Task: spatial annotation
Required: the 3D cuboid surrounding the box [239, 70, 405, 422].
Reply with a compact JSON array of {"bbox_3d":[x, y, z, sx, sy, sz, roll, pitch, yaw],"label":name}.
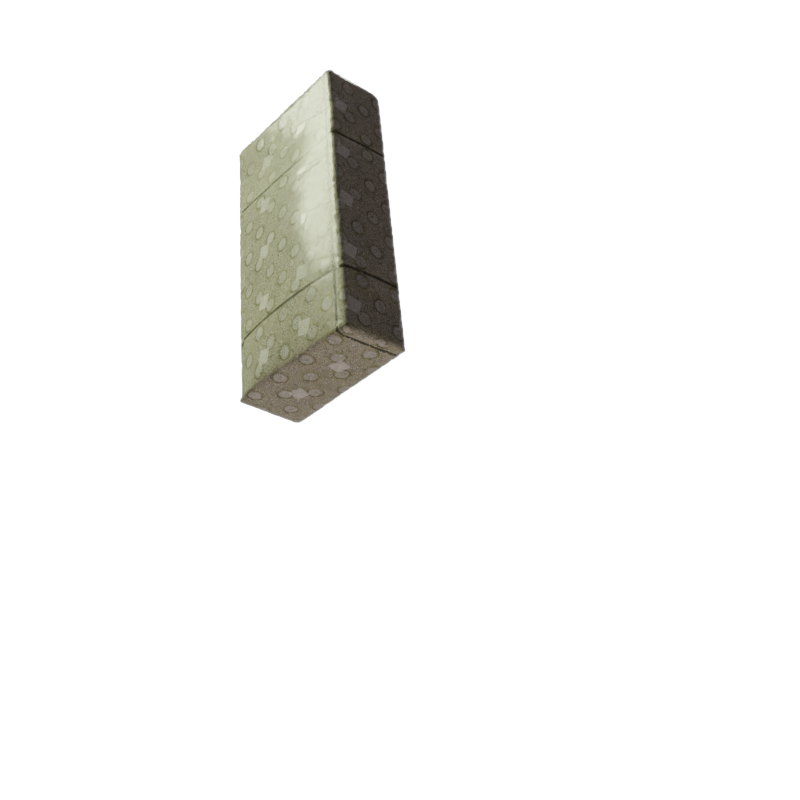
[{"bbox_3d":[-0.048,-0.087,0.613,0.045,0.189,0.092,25,-43,-34],"label":"box"}]
